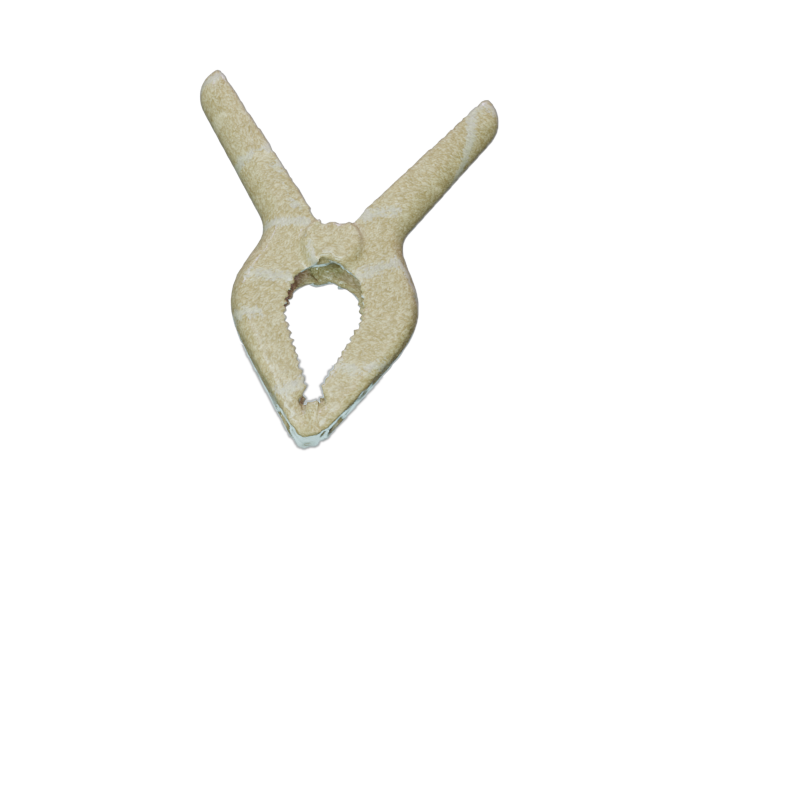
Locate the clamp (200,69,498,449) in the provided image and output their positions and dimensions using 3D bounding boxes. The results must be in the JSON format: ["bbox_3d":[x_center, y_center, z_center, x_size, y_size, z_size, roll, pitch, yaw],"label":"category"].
[{"bbox_3d":[-0.045,-0.083,0.579,0.166,0.219,0.034,11,-23,5],"label":"clamp"}]
